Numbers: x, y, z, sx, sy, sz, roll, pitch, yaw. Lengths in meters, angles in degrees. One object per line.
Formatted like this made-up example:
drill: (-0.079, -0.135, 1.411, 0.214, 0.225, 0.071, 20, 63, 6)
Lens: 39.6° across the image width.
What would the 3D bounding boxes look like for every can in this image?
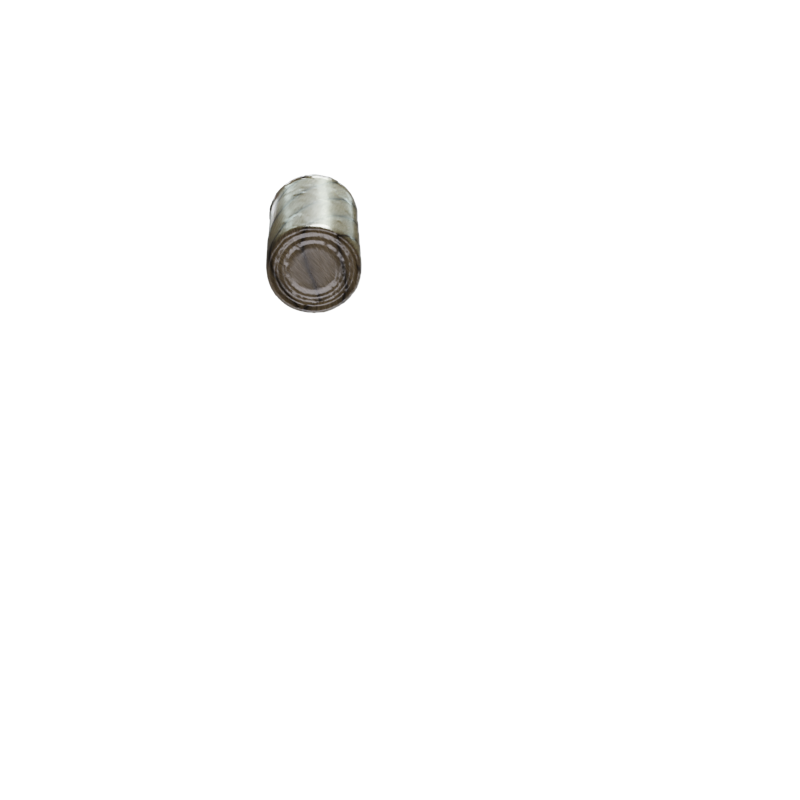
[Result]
can: (-0.063, -0.115, 0.807, 0.068, 0.065, 0.108, 0, 28, -3)
